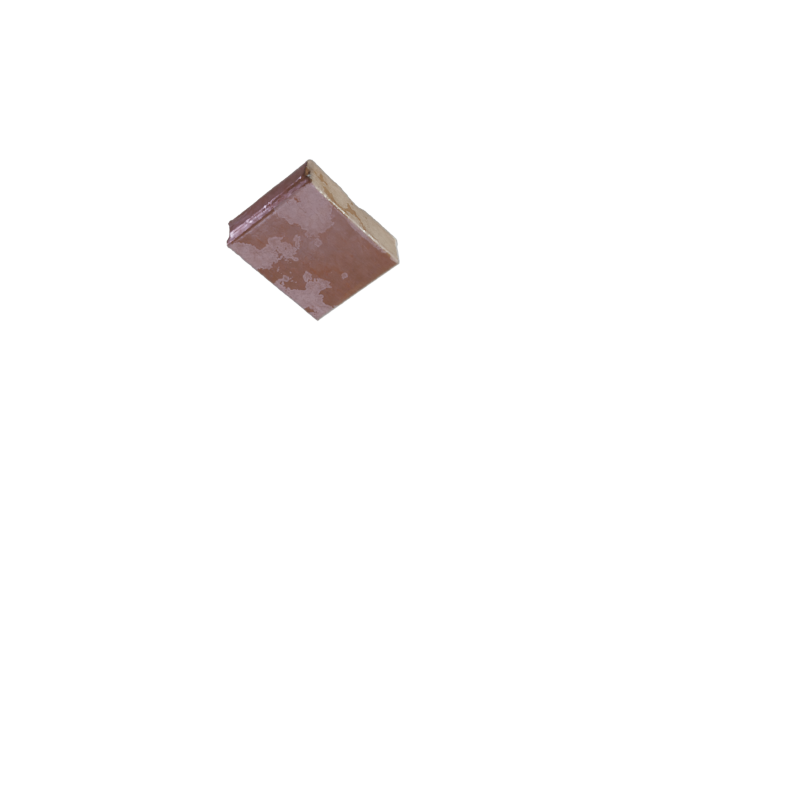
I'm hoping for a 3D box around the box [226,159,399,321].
[{"bbox_3d":[-0.056,-0.103,0.717,0.072,0.032,0.084,-35,-59,24],"label":"box"}]
